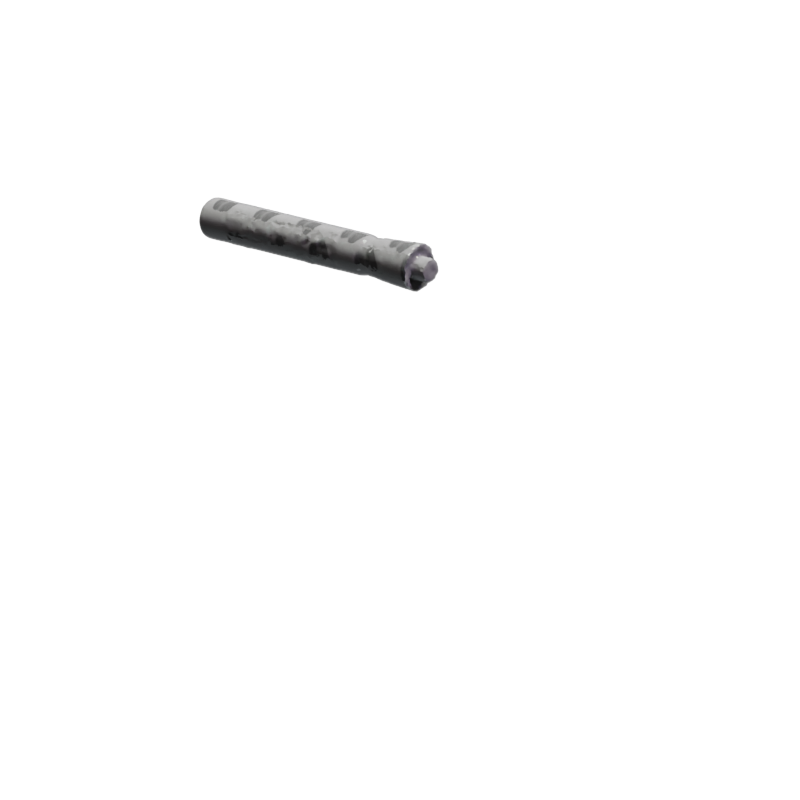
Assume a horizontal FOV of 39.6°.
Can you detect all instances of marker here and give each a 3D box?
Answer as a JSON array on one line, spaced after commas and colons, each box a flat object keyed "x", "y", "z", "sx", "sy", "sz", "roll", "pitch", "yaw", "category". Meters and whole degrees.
[{"x": -0.036, "y": -0.065, "z": 0.457, "sx": 0.128, "sy": 0.019, "sz": 0.019, "roll": 19, "pitch": 15, "yaw": 38, "category": "marker"}]
